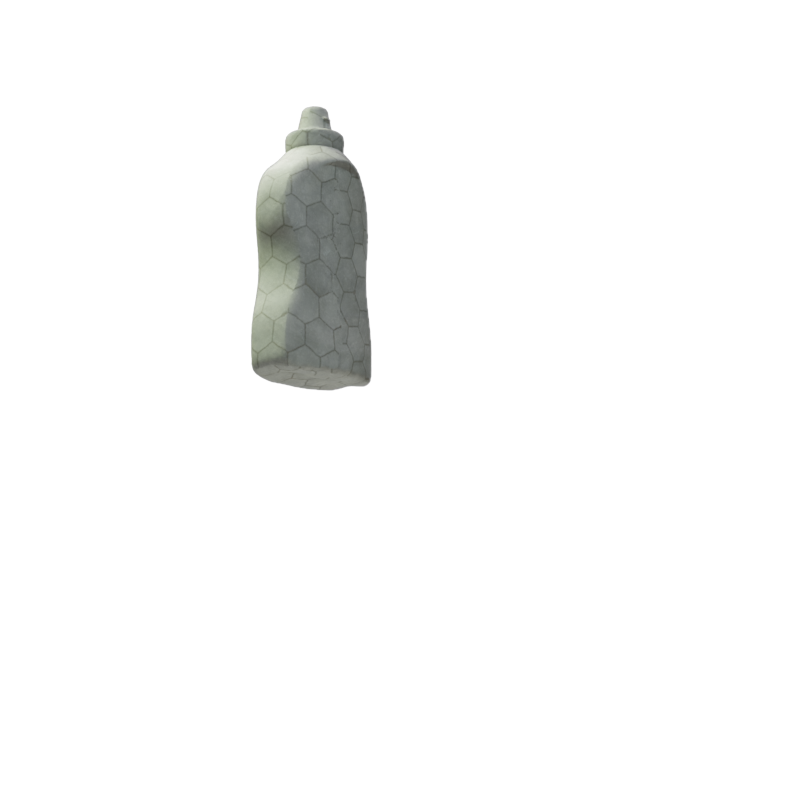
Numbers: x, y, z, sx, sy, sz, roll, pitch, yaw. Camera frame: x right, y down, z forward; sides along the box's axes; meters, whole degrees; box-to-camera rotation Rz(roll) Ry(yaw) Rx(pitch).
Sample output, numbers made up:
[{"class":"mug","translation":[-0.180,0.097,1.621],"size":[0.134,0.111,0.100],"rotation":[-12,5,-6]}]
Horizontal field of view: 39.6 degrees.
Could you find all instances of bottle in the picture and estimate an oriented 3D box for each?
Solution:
[{"class":"bottle","translation":[-0.058,-0.107,0.751],"size":[0.060,0.199,0.090],"rotation":[-12,-19,35]}]
